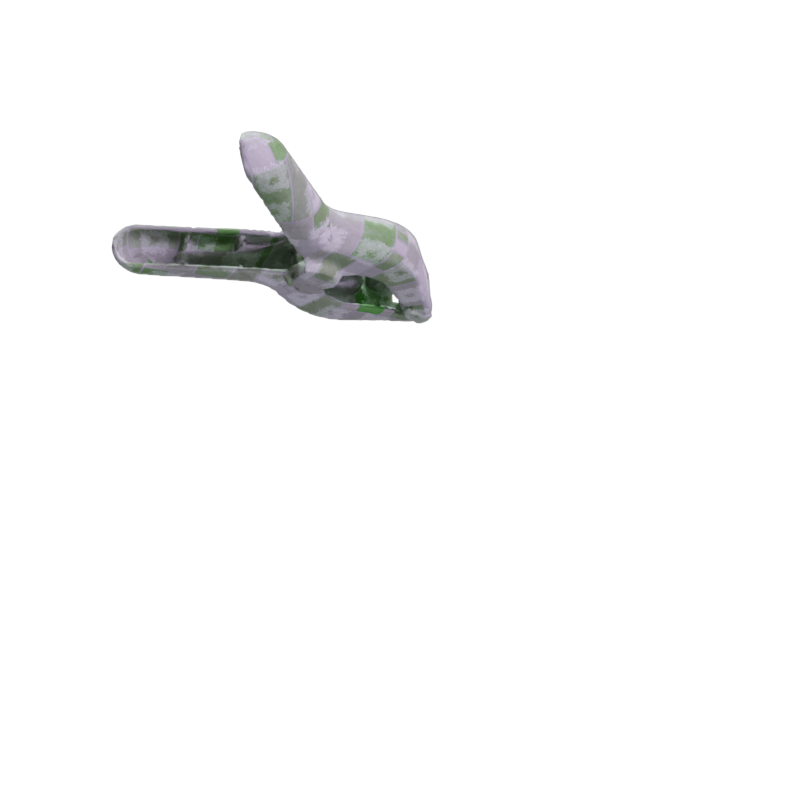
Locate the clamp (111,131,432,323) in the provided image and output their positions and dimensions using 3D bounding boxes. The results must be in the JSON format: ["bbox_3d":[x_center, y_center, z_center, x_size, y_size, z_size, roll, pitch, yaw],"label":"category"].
[{"bbox_3d":[-0.043,-0.079,0.550,0.164,0.041,0.120,11,-21,-31],"label":"clamp"}]
